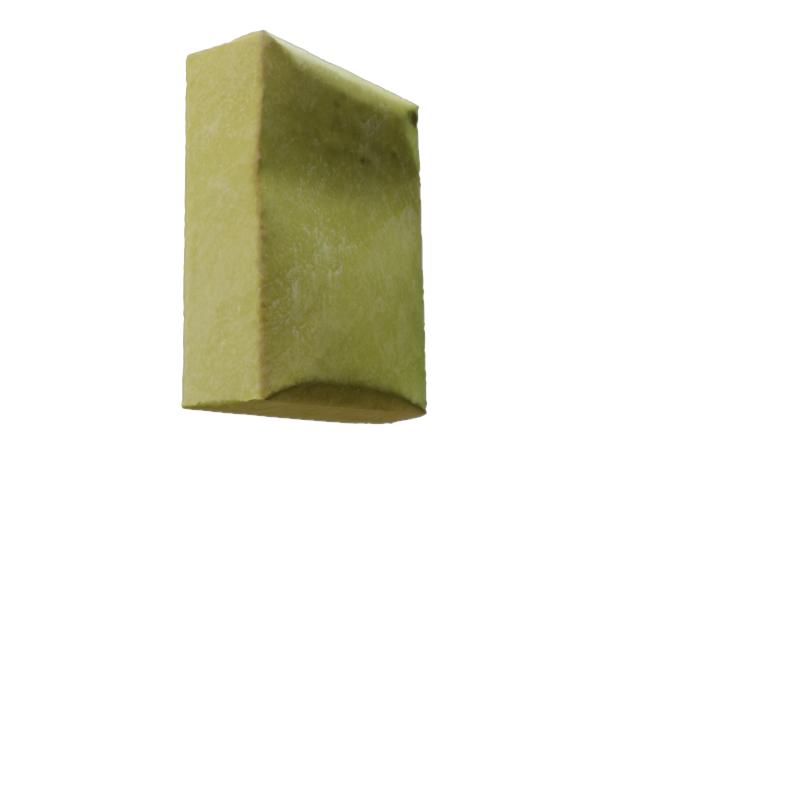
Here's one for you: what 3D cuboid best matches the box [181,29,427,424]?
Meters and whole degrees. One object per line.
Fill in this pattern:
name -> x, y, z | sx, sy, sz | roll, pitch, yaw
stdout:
box -> -0.053, -0.097, 0.680 | 0.074, 0.220, 0.155 | -10, -14, 36
